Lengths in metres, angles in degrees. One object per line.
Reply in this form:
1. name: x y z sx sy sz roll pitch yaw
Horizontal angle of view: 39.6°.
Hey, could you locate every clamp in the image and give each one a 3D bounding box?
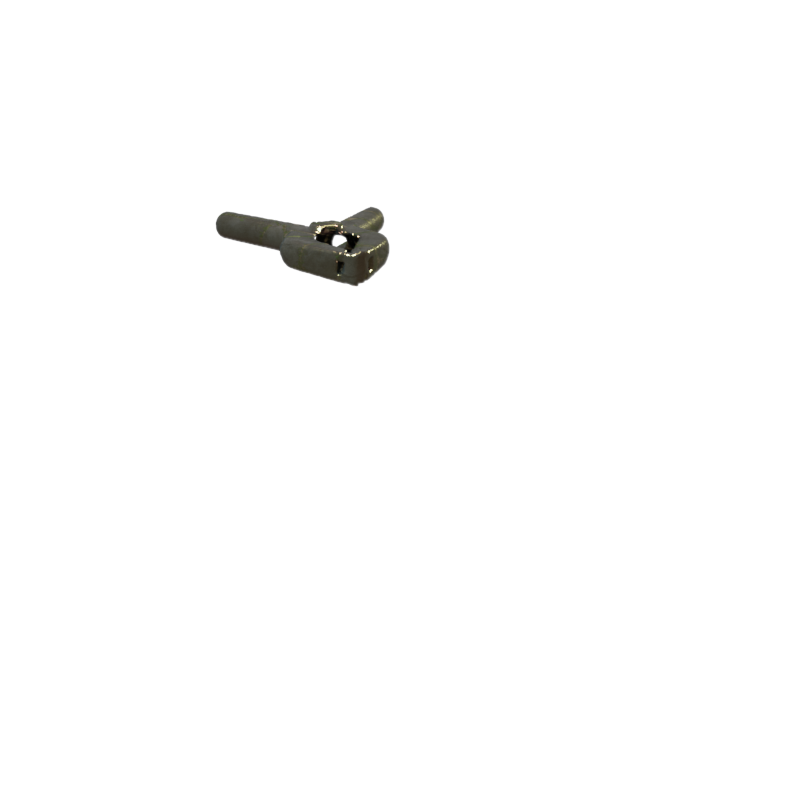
1. clamp: -0.077 -0.141 0.985 0.163 0.035 0.221 -4 20 -10
